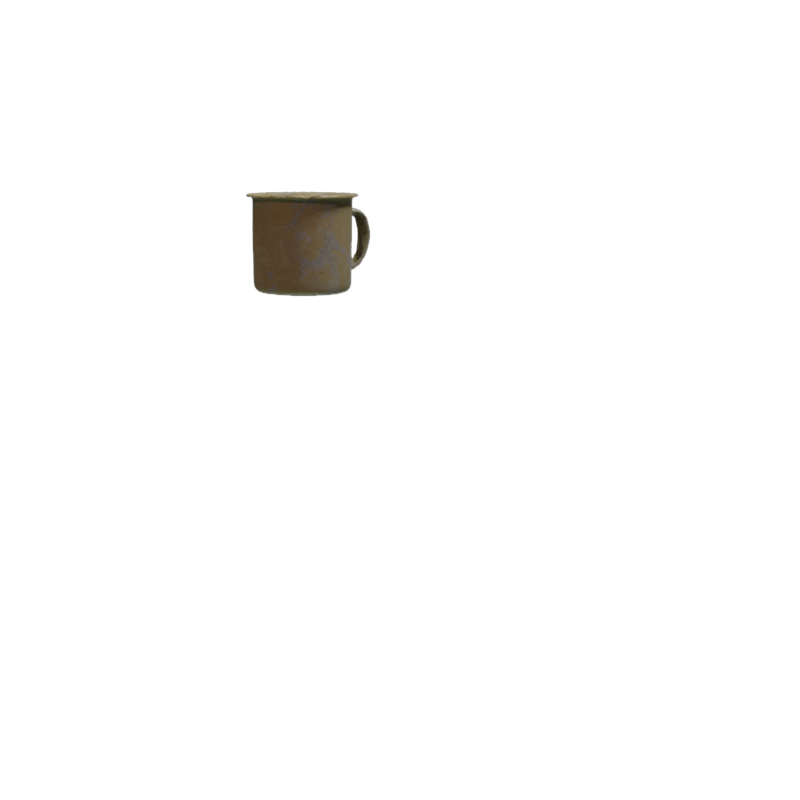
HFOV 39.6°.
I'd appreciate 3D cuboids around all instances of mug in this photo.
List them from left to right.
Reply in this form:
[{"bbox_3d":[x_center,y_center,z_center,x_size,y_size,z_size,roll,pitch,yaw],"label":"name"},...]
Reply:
[{"bbox_3d":[-0.073,-0.132,0.927,0.114,0.080,0.098,-9,13,-42],"label":"mug"}]
